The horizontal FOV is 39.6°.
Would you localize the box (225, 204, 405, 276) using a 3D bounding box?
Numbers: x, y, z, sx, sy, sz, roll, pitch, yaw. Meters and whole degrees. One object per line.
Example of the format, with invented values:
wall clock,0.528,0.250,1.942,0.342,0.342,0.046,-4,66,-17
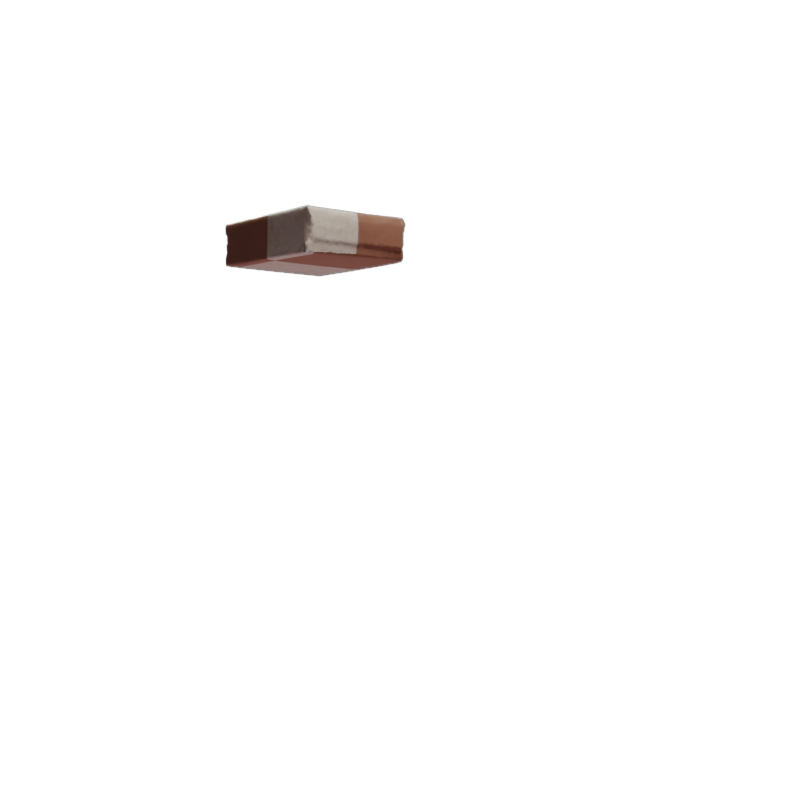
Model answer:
box,-0.053,-0.096,0.672,0.070,0.031,0.092,2,-2,-38
